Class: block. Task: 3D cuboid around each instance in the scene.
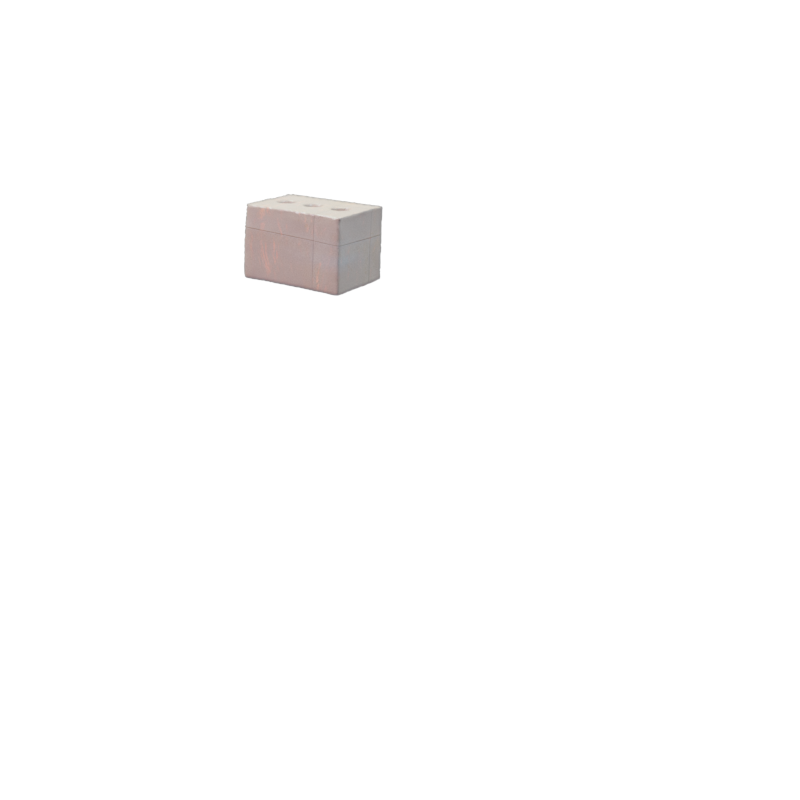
[{"bbox_3d":[-0.057,-0.105,0.733,0.082,0.049,0.052,12,21,32],"label":"block"}]
